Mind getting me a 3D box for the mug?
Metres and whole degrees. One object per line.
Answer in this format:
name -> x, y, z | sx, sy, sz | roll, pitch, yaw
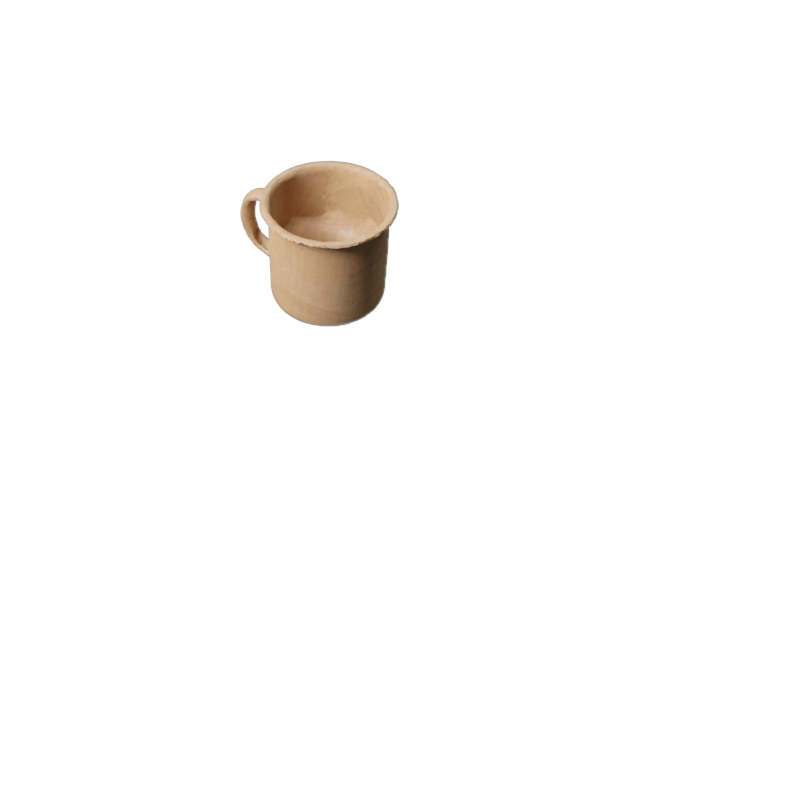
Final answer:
mug -> -0.060, -0.110, 0.768 | 0.122, 0.076, 0.096 | 21, 47, 19
